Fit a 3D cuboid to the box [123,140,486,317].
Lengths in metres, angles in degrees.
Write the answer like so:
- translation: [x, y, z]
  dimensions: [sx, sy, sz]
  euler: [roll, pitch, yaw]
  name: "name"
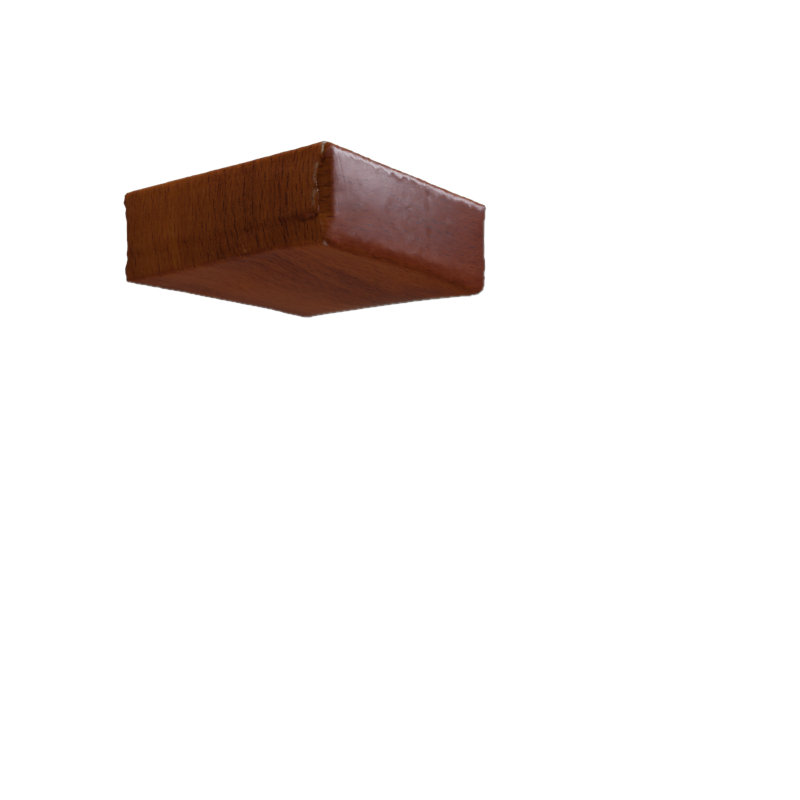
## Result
- translation: [-0.032, -0.059, 0.412]
  dimensions: [0.092, 0.040, 0.107]
  euler: [-5, -9, 33]
  name: "box"
